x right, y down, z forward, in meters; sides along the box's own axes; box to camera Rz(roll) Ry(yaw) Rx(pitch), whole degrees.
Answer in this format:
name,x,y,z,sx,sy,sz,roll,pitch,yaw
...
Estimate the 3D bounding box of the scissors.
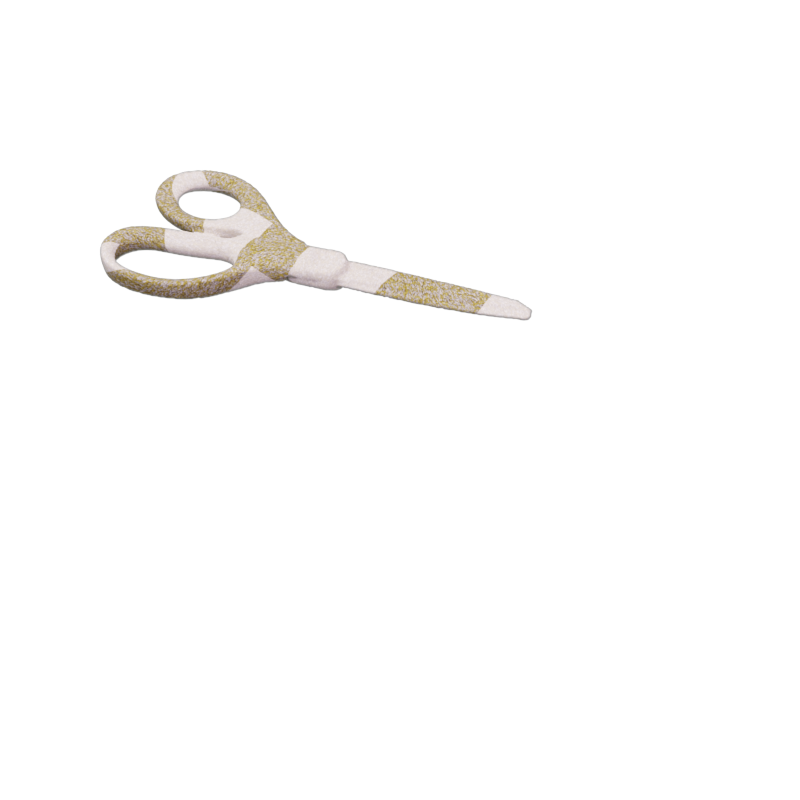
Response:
name,x,y,z,sx,sy,sz,roll,pitch,yaw
scissors,-0.042,-0.077,0.538,0.202,0.103,0.015,2,-44,2
